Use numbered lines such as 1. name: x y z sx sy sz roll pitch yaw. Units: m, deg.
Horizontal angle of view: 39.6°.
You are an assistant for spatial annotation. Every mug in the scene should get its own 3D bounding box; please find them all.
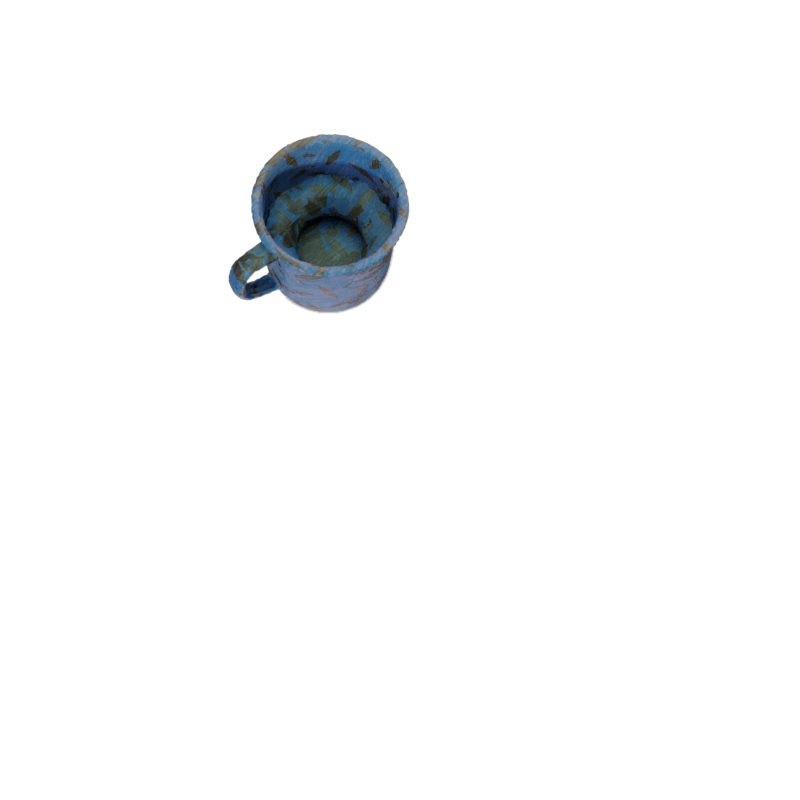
1. mug: -0.053 -0.097 0.683 0.117 0.098 0.078 -35 -16 -14
